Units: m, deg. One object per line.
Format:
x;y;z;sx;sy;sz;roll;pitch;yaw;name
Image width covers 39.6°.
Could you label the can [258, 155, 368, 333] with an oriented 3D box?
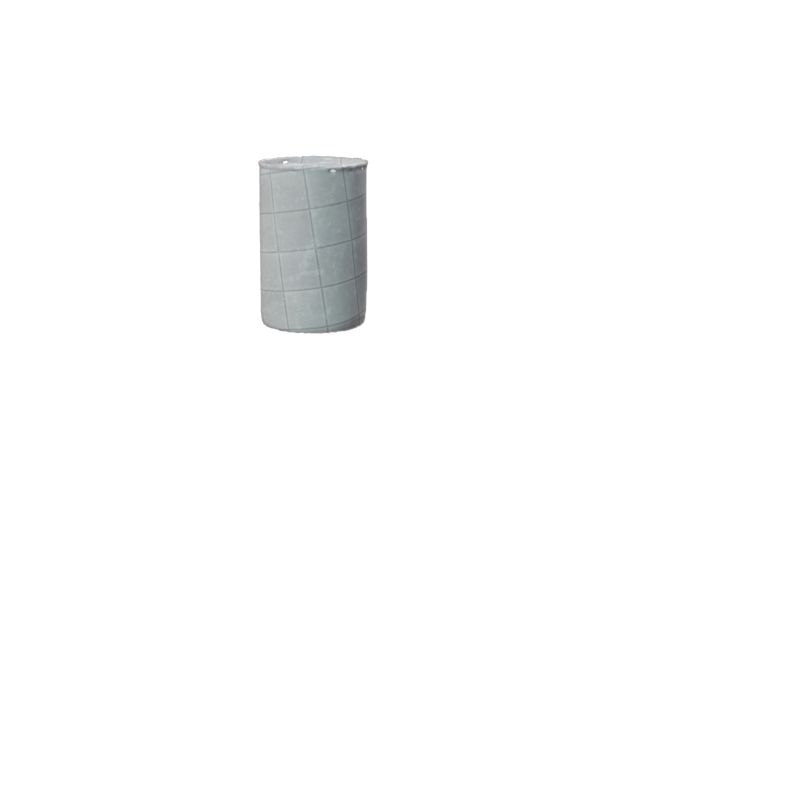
-0.054;-0.099;0.692;0.068;0.100;0.071;0;13;-2;can
